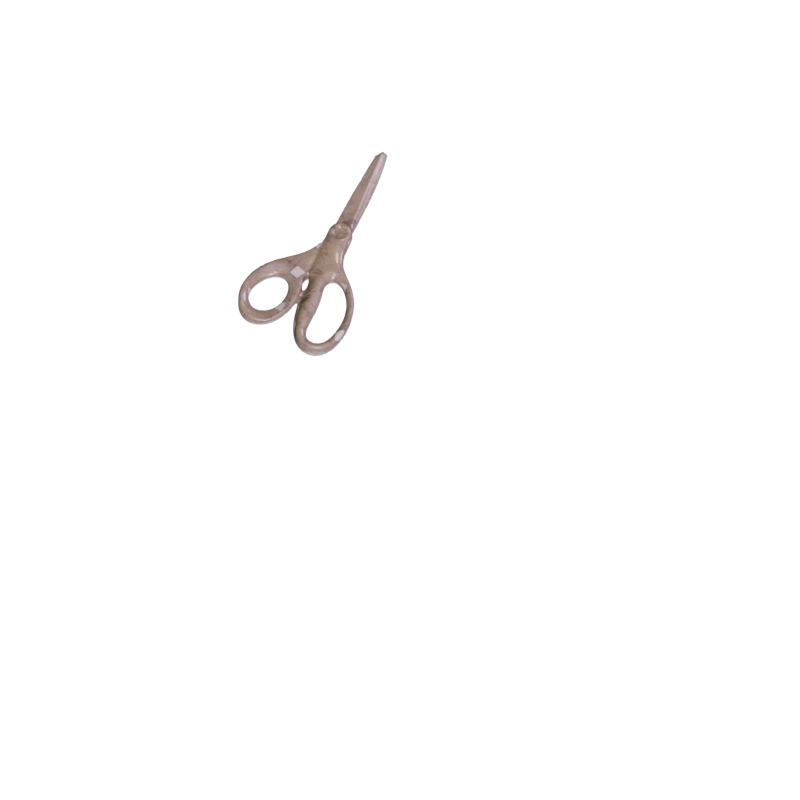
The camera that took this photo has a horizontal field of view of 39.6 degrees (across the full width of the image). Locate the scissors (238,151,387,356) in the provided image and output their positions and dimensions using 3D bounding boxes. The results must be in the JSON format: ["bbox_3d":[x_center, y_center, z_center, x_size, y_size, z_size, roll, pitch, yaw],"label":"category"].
[{"bbox_3d":[-0.068,-0.123,0.864,0.097,0.215,0.015,5,-35,3],"label":"scissors"}]
